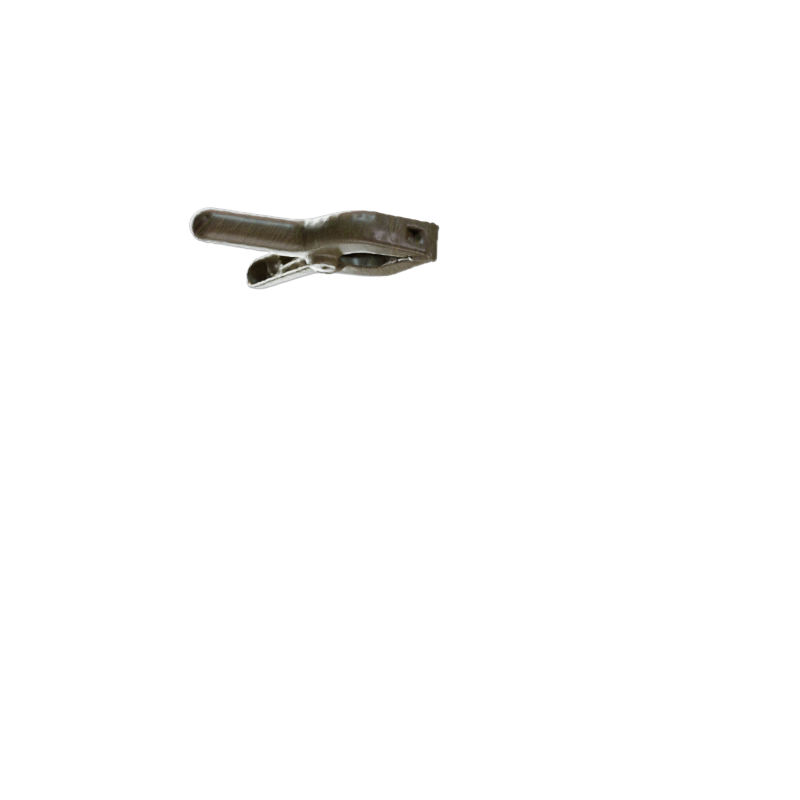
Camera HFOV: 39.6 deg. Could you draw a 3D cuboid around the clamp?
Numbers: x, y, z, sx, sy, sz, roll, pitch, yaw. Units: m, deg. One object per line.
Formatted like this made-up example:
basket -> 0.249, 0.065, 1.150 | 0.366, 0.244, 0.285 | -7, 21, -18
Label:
clamp -> -0.062, -0.113, 0.790 | 0.175, 0.040, 0.113 | -5, -11, 25
